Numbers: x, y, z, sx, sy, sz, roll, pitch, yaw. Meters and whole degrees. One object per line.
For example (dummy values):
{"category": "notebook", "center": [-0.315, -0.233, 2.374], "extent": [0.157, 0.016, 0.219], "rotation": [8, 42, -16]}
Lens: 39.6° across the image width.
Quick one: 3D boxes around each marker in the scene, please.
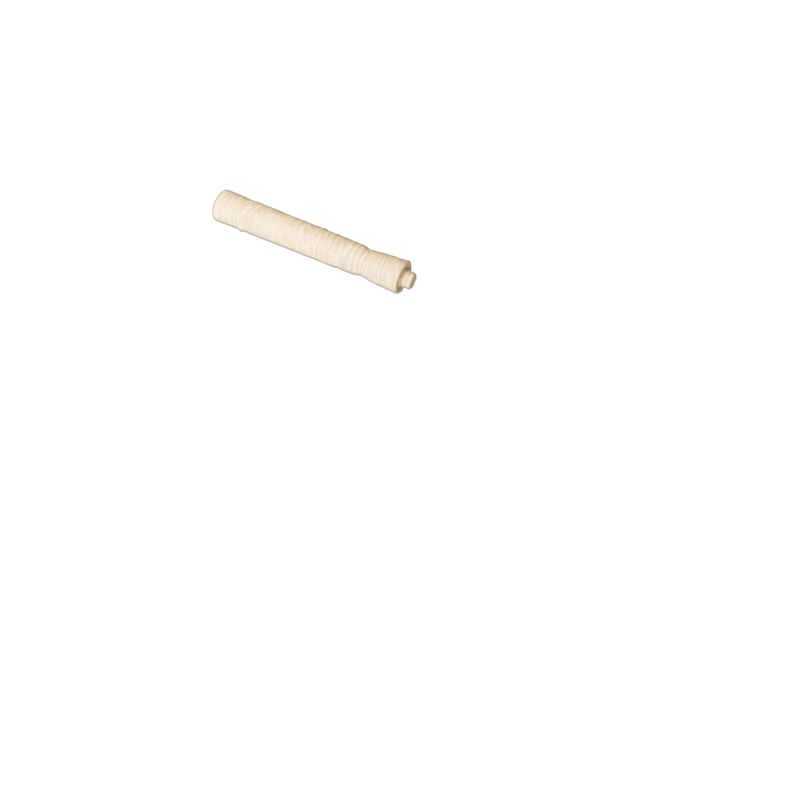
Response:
{"category": "marker", "center": [-0.047, -0.086, 0.602], "extent": [0.126, 0.019, 0.019], "rotation": [24, 12, 20]}
